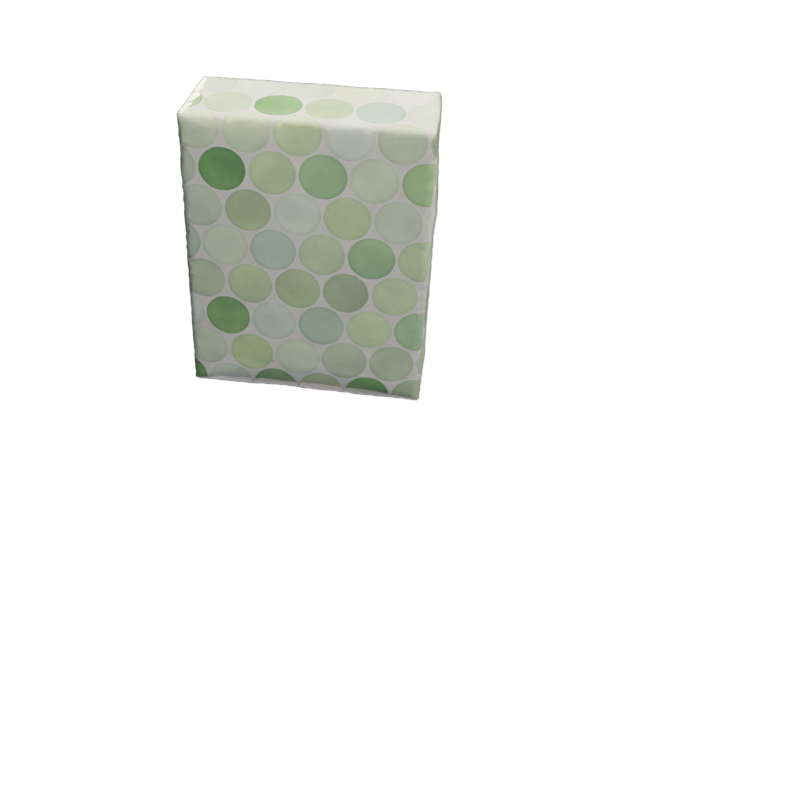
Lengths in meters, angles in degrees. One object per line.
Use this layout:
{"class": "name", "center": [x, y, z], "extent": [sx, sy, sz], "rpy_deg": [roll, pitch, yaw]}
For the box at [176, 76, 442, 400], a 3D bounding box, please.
{"class": "box", "center": [-0.059, -0.108, 0.759], "extent": [0.166, 0.200, 0.076], "rpy_deg": [7, 35, 6]}
